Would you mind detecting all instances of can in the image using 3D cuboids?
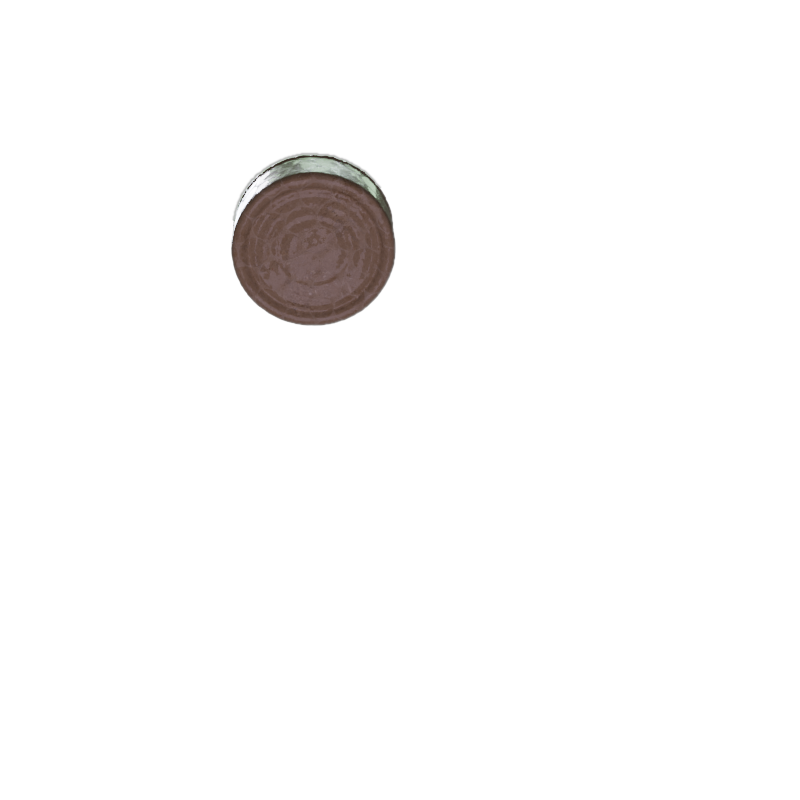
[{"bbox_3d":[-0.045,-0.083,0.579,0.086,0.082,0.035,1,23,-1],"label":"can"}]
